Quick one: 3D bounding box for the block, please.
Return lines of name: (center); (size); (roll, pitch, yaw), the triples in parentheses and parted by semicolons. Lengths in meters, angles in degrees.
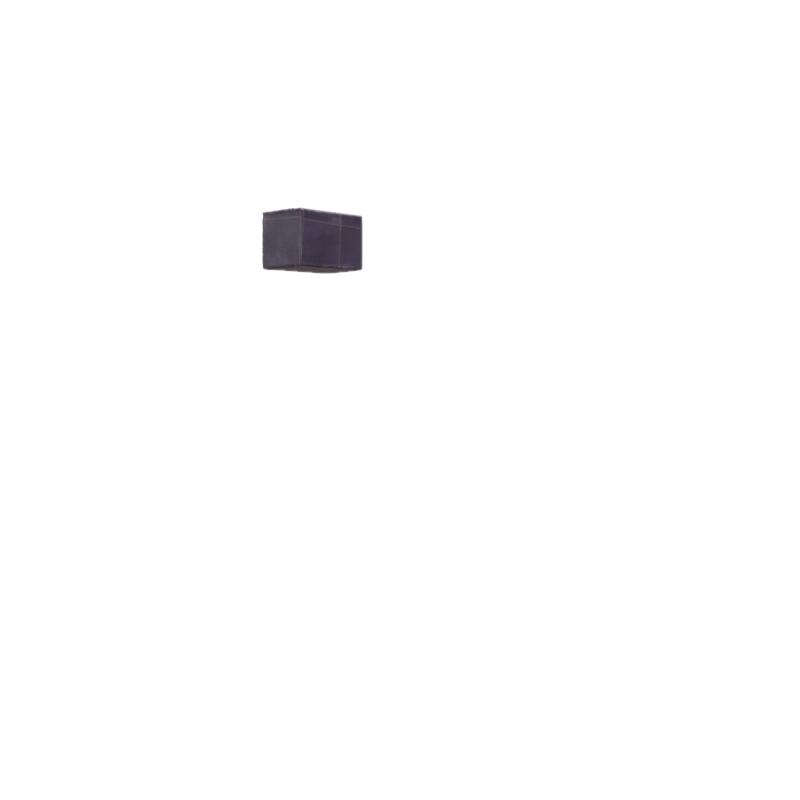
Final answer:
block: (-0.077, -0.141, 0.985); (0.055, 0.052, 0.075); (-2, -2, 43)
